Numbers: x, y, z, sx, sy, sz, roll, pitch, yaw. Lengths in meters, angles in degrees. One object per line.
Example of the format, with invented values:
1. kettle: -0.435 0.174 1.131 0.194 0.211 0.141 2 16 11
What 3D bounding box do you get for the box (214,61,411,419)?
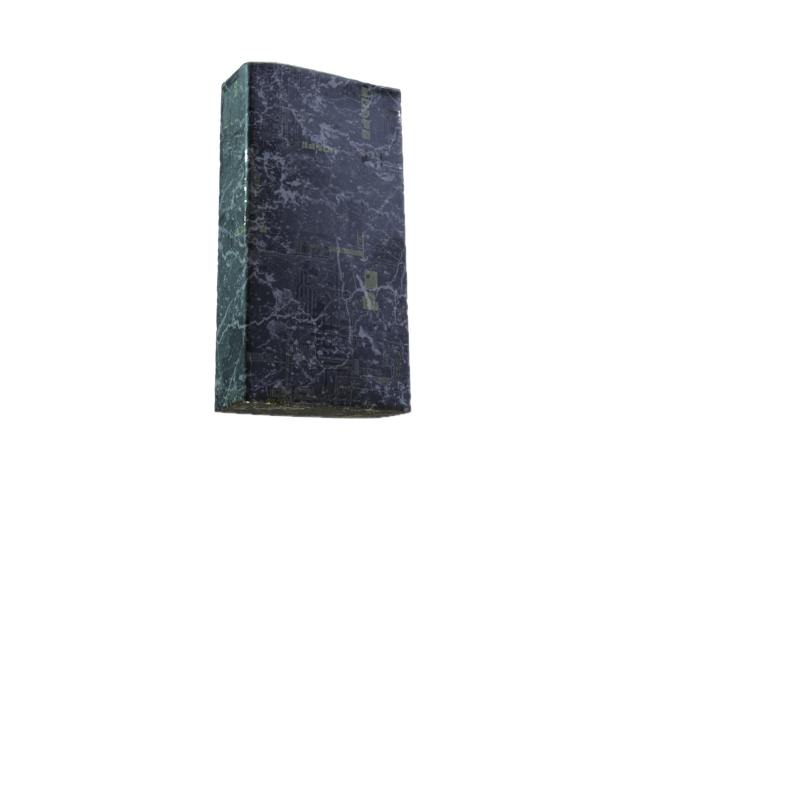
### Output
1. box: -0.044 -0.081 0.567 0.090 0.182 0.048 6 -15 -27
